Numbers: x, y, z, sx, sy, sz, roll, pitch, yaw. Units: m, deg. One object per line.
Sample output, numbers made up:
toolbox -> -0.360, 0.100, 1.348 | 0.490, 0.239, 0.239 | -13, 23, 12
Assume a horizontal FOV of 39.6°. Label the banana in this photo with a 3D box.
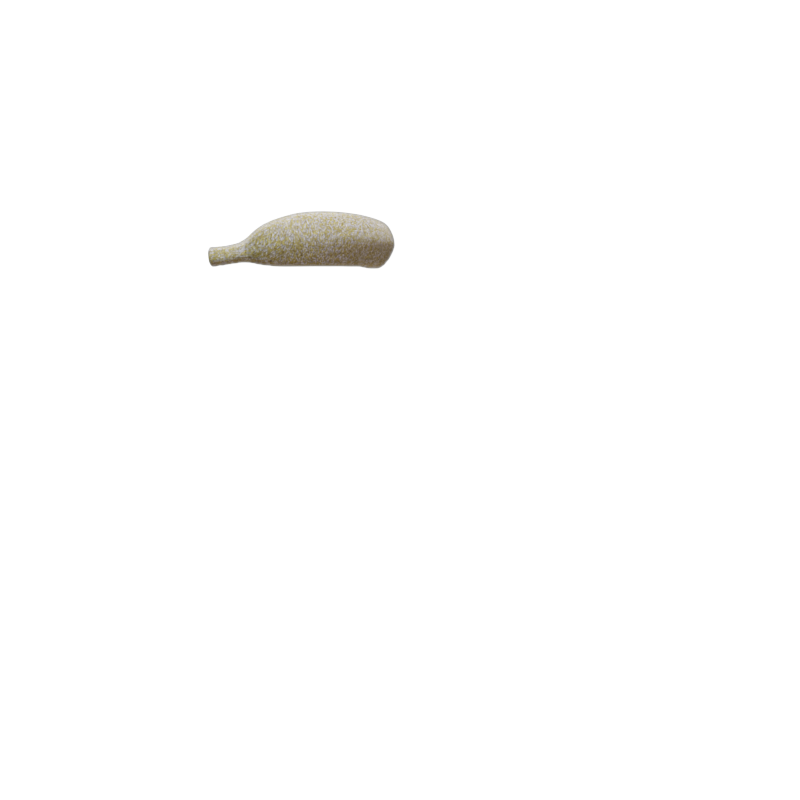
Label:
banana -> -0.046, -0.109, 0.758 | 0.072, 0.037, 0.192 | 3, 6, 30
